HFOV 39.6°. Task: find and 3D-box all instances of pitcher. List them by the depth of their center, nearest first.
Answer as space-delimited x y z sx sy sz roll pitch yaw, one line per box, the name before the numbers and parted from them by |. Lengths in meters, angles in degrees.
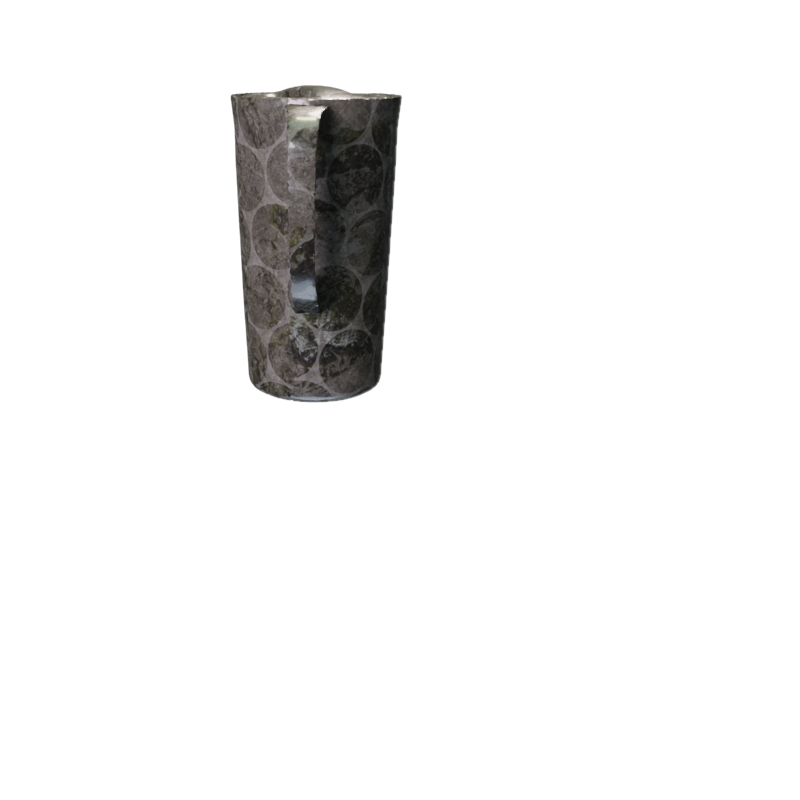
pitcher | -0.068 -0.125 0.873 0.145 0.237 0.153 -10 16 -42
